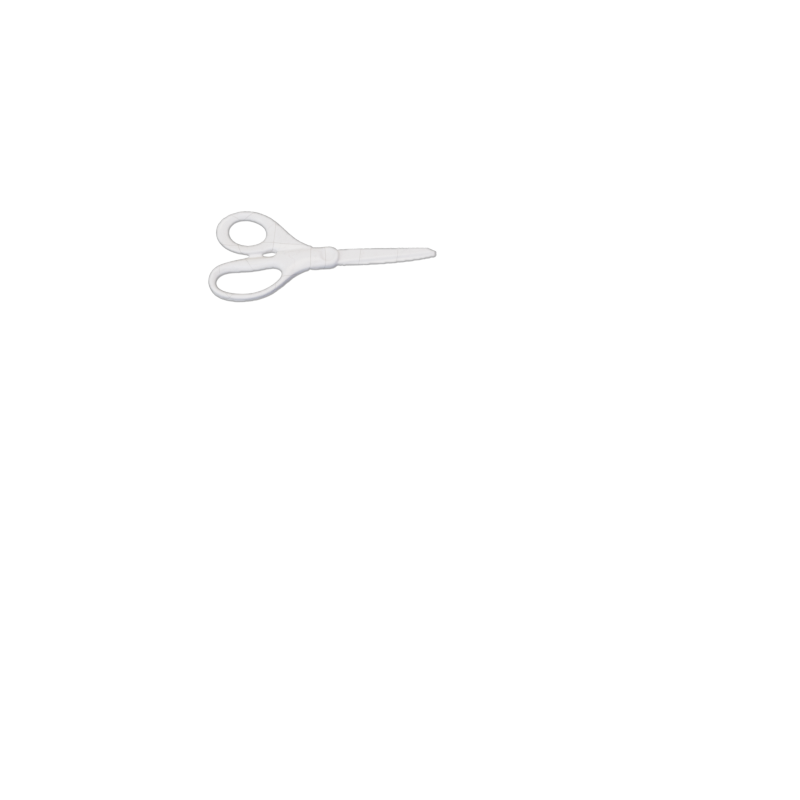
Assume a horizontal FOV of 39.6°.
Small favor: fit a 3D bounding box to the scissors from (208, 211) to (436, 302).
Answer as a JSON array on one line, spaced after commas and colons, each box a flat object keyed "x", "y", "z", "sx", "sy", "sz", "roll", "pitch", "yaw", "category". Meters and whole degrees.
[{"x": -0.078, "y": -0.142, "z": 0.995, "sx": 0.200, "sy": 0.102, "sz": 0.015, "roll": -17, "pitch": -25, "yaw": -8, "category": "scissors"}]
